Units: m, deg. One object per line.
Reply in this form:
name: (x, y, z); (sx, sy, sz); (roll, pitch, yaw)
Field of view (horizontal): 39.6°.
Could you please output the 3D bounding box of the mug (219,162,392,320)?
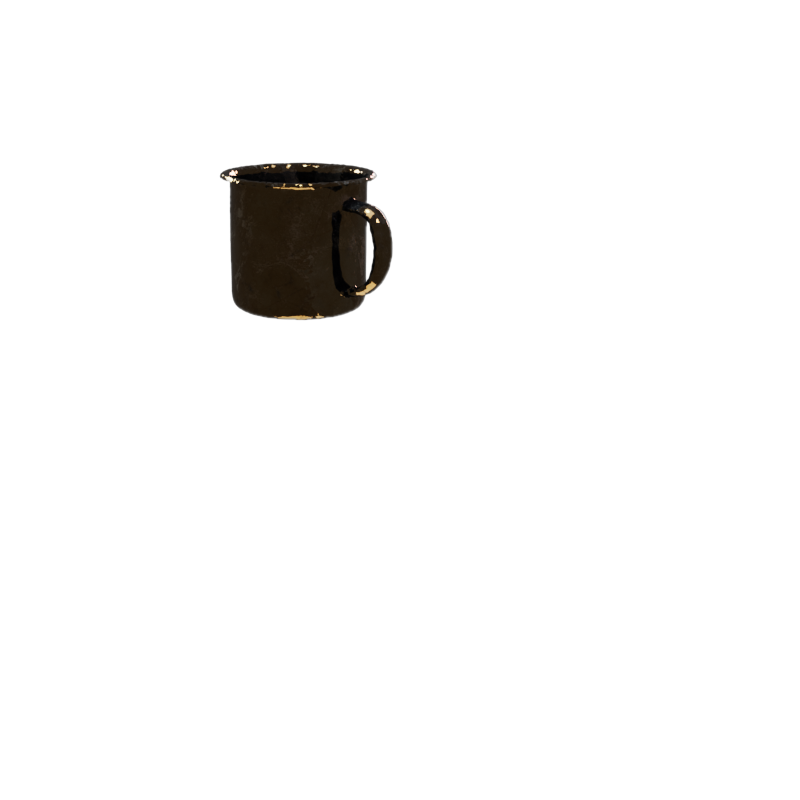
mug: (-0.052, -0.094, 0.659); (0.123, 0.079, 0.091); (14, 21, 38)
